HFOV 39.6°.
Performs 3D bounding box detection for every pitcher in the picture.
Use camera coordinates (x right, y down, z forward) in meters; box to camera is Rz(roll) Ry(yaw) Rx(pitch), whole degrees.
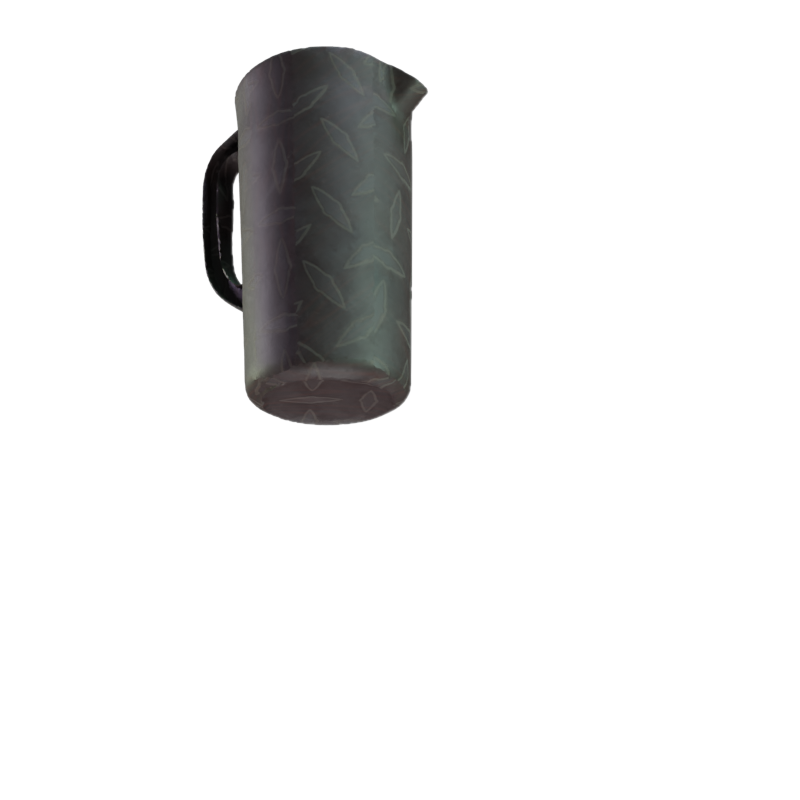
[{"bbox_3d":[-0.061,-0.111,0.775,0.142,0.257,0.144,5,-26,-14],"label":"pitcher"}]
